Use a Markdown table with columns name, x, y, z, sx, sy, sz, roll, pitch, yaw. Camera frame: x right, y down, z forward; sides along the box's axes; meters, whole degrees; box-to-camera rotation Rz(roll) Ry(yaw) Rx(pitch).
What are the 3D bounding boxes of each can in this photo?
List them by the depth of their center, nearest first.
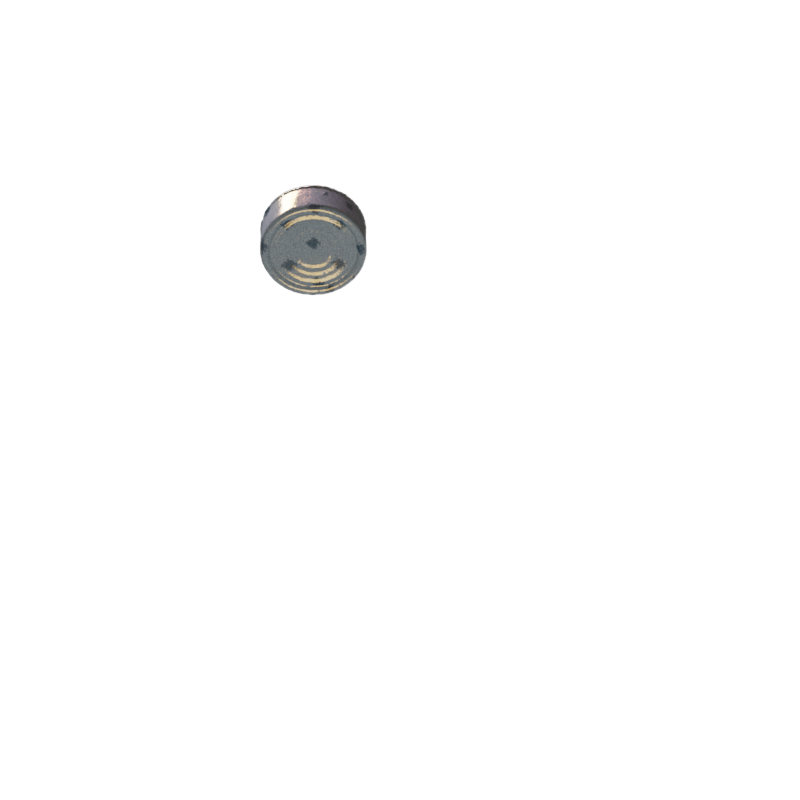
| name | x | y | z | sx | sy | sz | roll | pitch | yaw |
| --- | --- | --- | --- | --- | --- | --- | --- | --- | --- |
| can | -0.069 | -0.126 | 0.884 | 0.086 | 0.080 | 0.036 | 1 | 36 | -1 |
